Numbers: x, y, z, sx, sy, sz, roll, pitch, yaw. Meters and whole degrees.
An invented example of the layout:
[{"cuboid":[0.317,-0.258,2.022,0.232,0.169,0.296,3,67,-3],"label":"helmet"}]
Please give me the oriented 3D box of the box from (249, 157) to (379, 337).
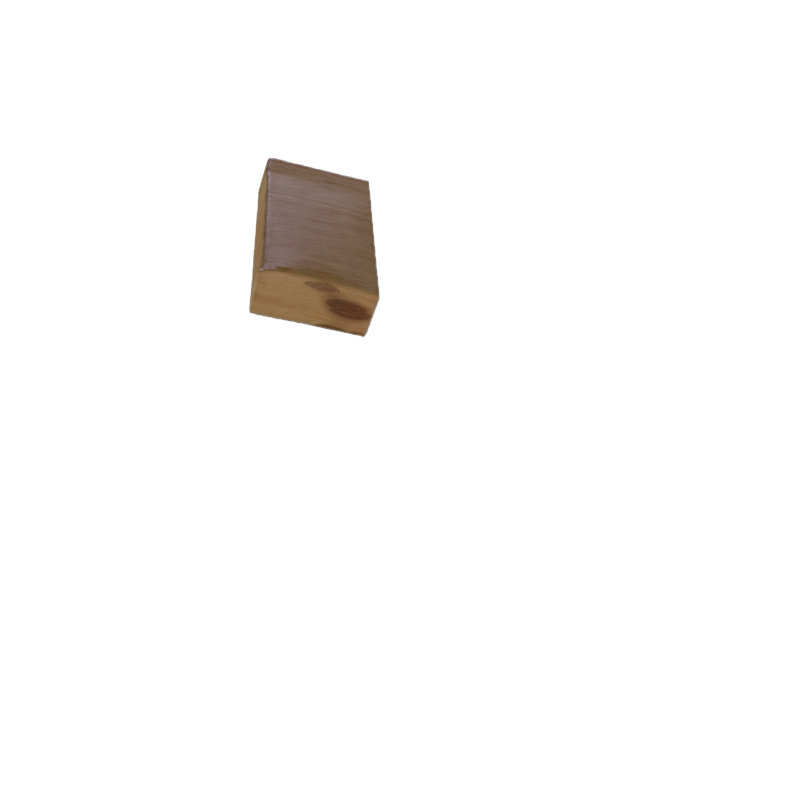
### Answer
[{"cuboid":[-0.069,-0.126,0.887,0.092,0.046,0.188,11,34,-11],"label":"box"}]
